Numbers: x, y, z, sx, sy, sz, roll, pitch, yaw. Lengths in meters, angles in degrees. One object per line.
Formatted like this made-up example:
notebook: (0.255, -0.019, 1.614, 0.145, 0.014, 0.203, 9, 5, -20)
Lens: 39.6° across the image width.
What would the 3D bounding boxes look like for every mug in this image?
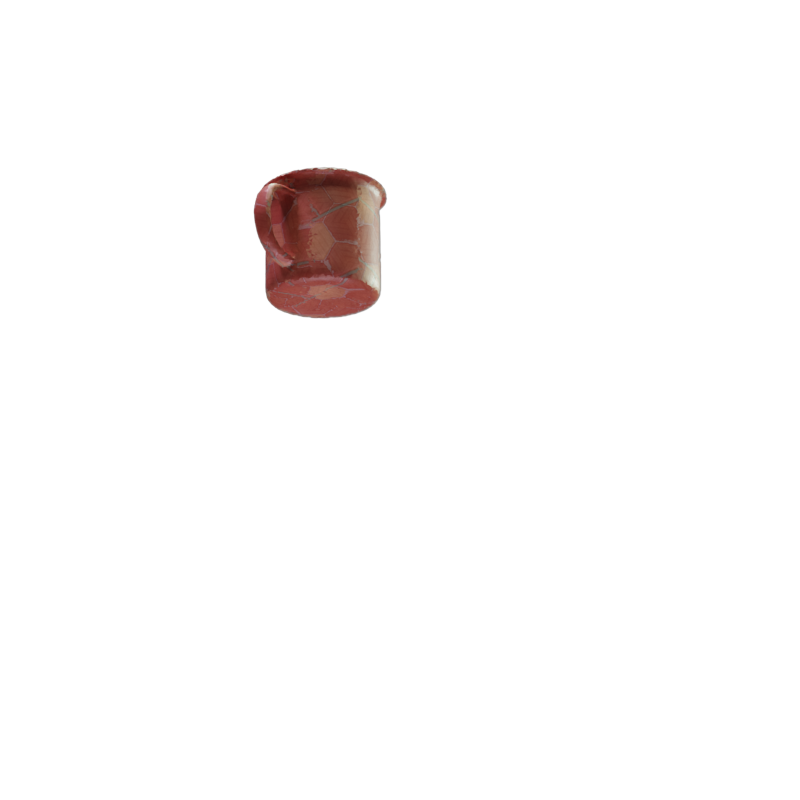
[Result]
mug: (-0.061, -0.112, 0.782, 0.095, 0.086, 0.109, -13, -23, 30)
